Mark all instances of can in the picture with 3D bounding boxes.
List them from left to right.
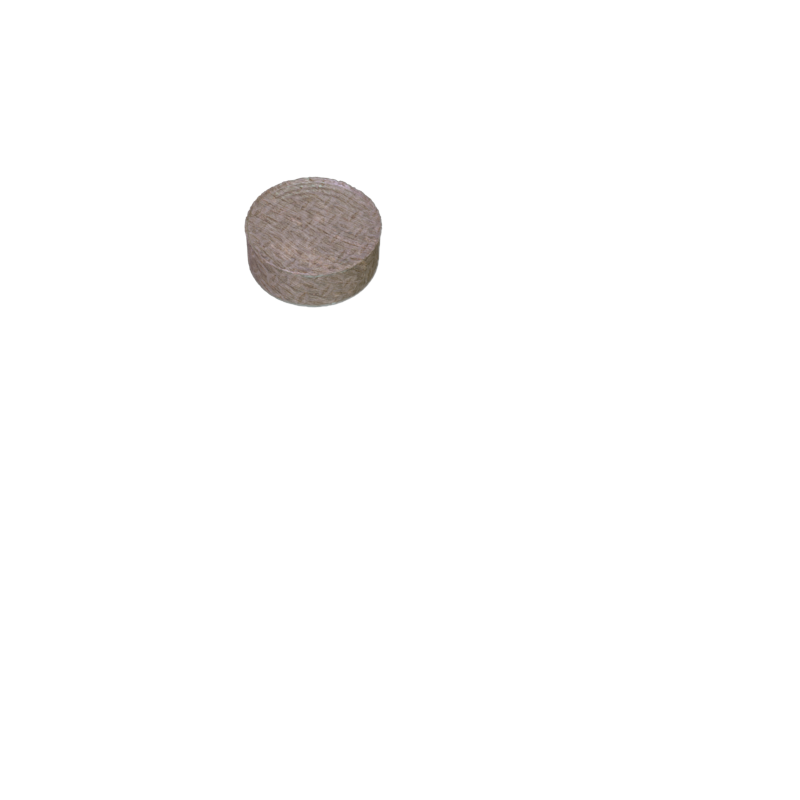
[{"bbox_3d":[-0.055,-0.100,0.701,0.086,0.092,0.031,-1,-40,-1],"label":"can"}]
